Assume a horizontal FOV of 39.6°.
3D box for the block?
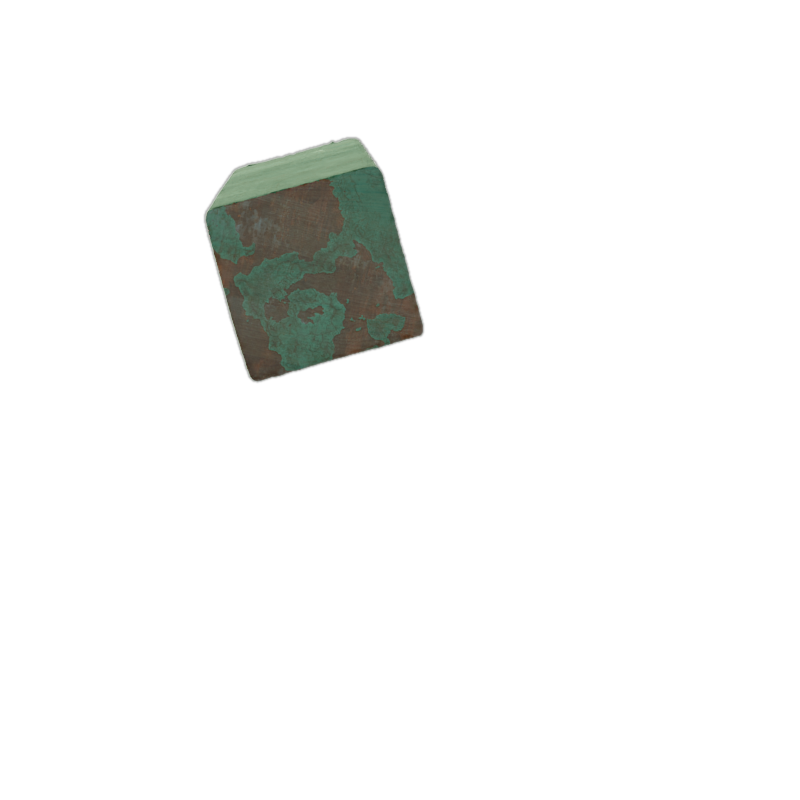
[{"bbox_3d":[-0.050,-0.091,0.636,0.091,0.087,0.213,-15,16,1],"label":"block"}]
